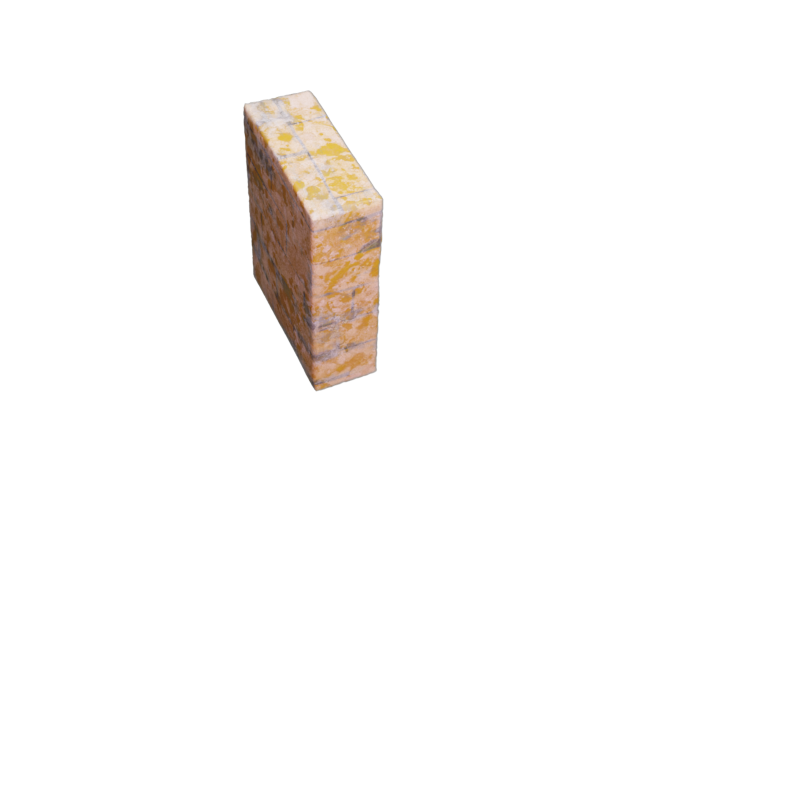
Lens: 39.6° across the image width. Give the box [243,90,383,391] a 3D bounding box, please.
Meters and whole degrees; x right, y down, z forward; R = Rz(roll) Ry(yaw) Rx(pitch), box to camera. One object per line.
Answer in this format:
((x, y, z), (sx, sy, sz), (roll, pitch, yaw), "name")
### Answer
((-0.077, -0.141, 0.985), (0.071, 0.178, 0.199), (-16, -40, -18), "box")
